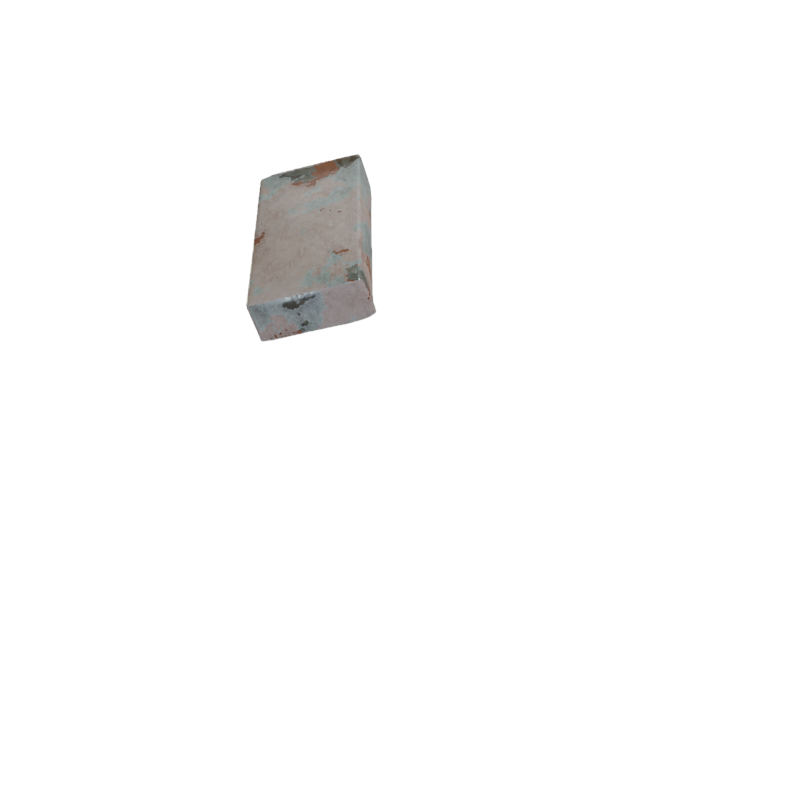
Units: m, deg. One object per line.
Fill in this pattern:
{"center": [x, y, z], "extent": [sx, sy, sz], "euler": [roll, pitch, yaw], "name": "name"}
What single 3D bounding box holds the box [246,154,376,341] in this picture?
{"center": [-0.071, -0.128, 0.898], "extent": [0.094, 0.044, 0.189], "euler": [-13, 42, 9], "name": "box"}
